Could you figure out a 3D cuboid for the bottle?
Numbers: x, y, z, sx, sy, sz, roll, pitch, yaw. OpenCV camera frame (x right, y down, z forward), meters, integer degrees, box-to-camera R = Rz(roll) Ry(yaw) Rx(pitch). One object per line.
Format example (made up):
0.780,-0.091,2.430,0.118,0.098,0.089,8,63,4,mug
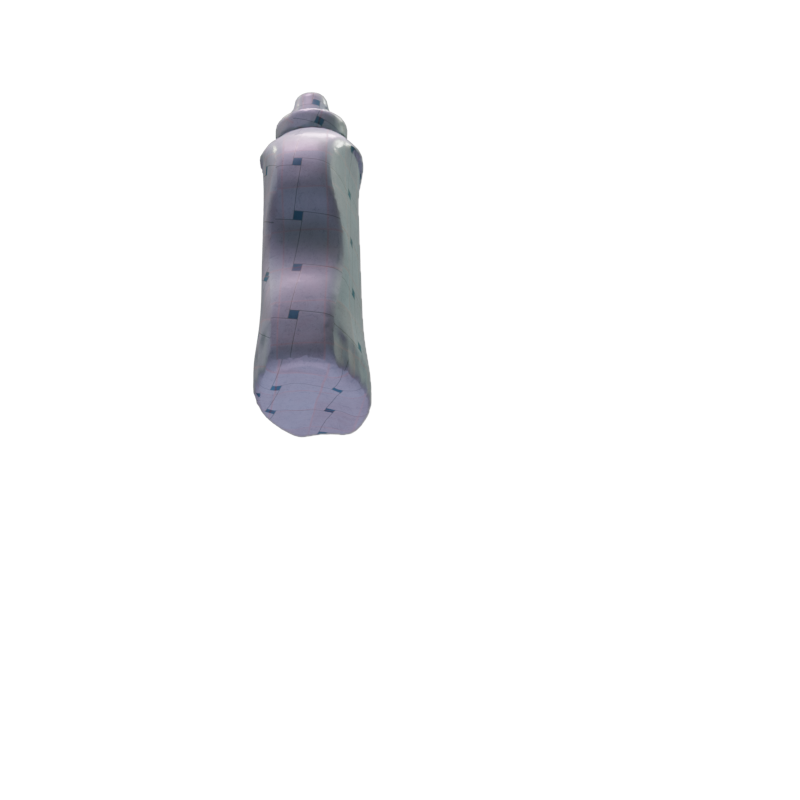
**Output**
-0.047,-0.085,0.596,0.059,0.204,0.090,-5,-28,6,bottle
